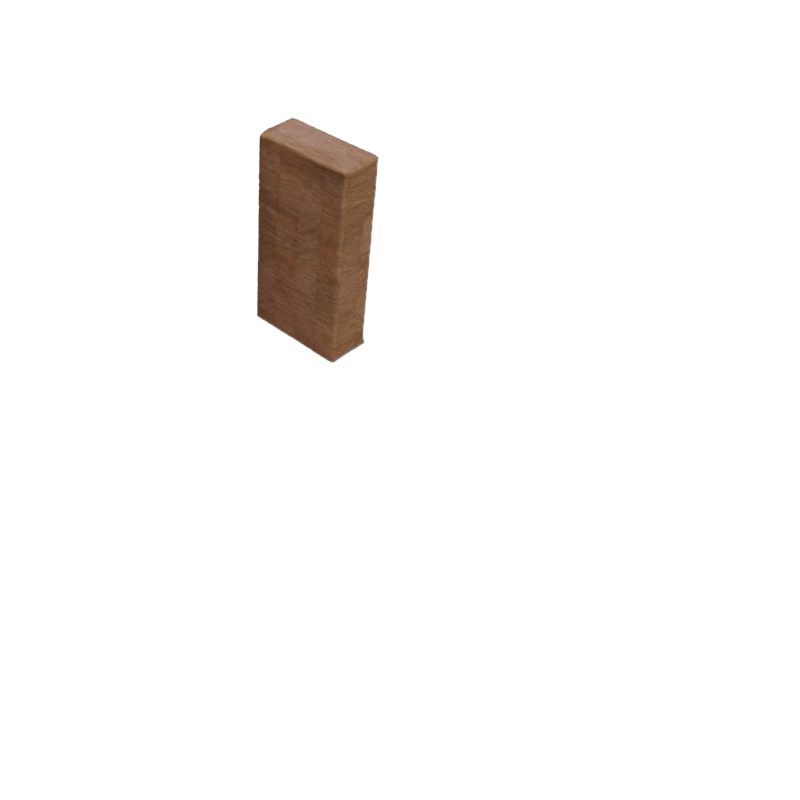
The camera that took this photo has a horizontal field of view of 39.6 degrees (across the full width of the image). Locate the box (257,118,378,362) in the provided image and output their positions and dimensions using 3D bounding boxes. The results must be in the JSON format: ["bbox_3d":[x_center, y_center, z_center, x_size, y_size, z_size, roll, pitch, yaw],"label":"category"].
[{"bbox_3d":[-0.069,-0.126,0.881,0.099,0.165,0.048,30,44,32],"label":"box"}]
